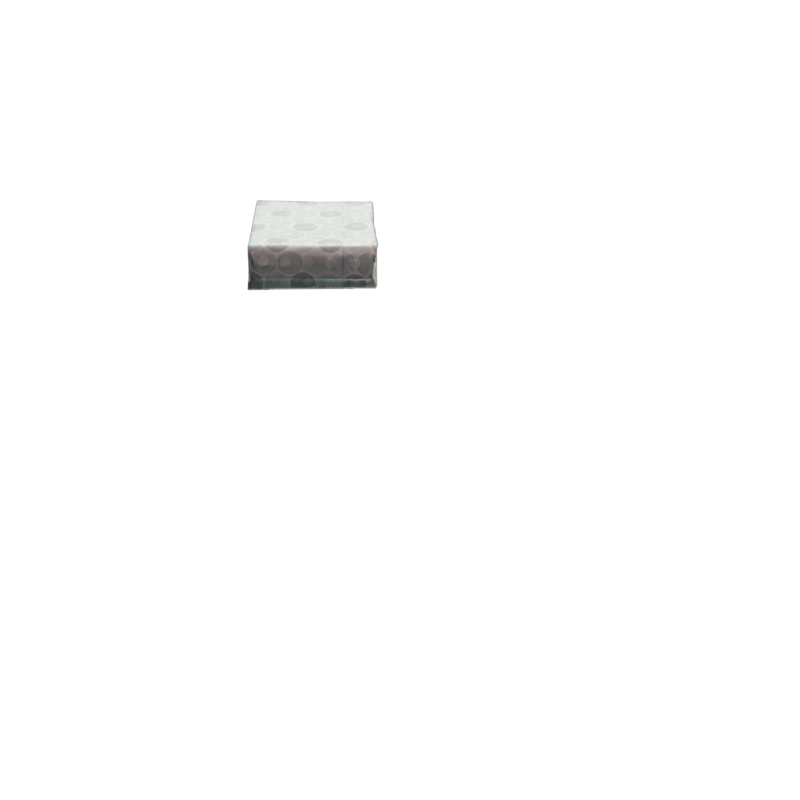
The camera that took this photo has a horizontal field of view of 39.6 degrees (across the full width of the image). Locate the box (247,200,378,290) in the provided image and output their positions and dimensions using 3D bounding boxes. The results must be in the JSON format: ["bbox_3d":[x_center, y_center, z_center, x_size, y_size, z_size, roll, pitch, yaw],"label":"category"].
[{"bbox_3d":[-0.051,-0.093,0.651,0.073,0.029,0.094,0,25,-1],"label":"box"}]
